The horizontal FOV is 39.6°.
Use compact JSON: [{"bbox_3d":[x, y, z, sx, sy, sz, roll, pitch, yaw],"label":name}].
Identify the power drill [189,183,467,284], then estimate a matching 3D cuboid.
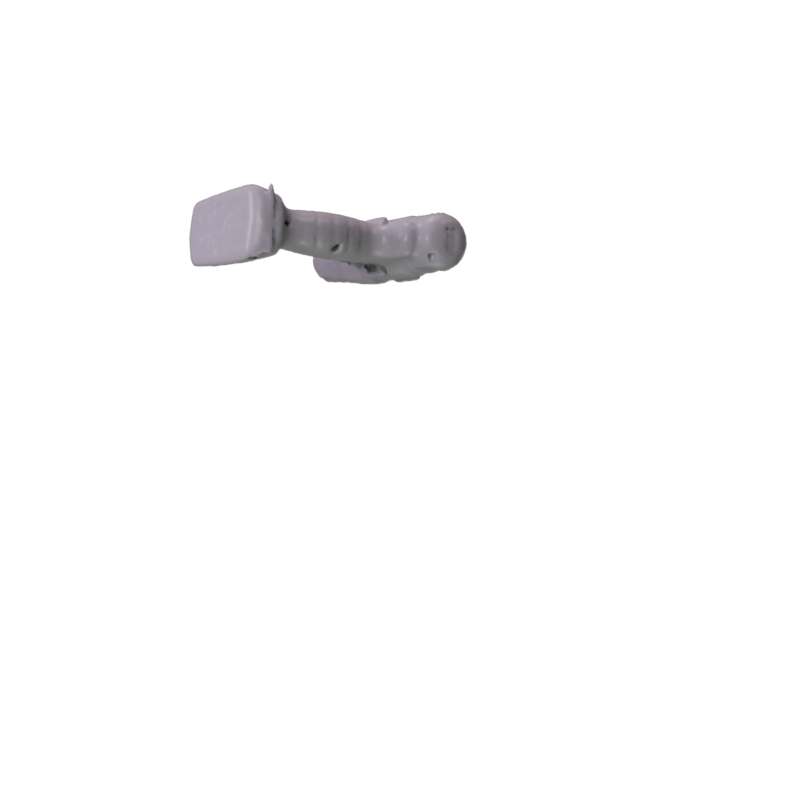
[{"bbox_3d":[-0.069,-0.127,0.887,0.180,0.058,0.189,1,-2,-35],"label":"power drill"}]
